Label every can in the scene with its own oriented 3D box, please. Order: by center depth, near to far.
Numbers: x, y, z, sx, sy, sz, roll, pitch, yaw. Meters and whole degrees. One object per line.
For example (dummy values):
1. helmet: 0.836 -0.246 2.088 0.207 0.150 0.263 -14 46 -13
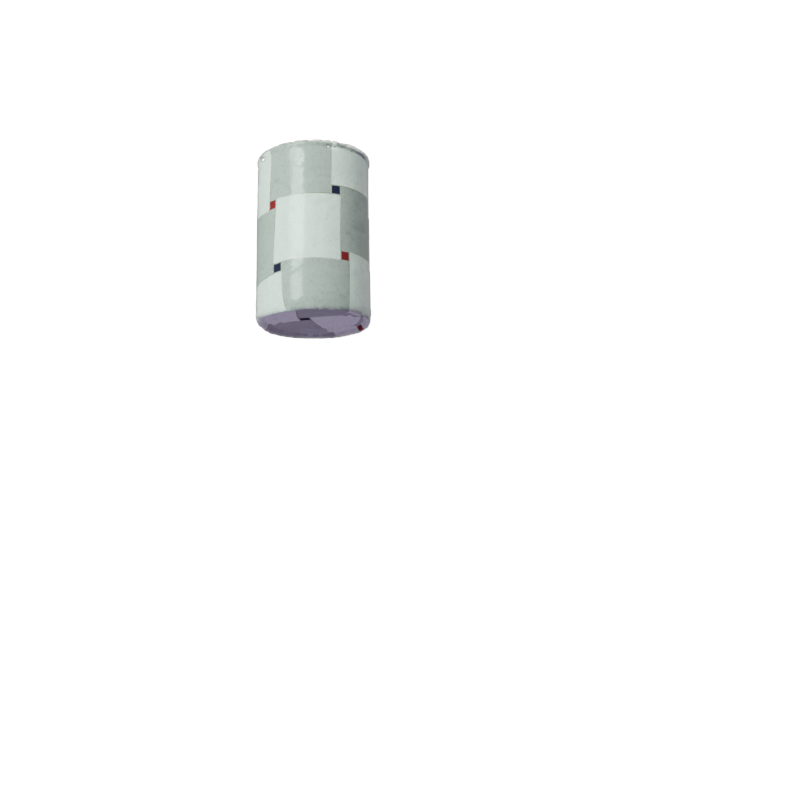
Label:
1. can: -0.051 -0.094 0.655 0.068 0.107 0.066 0 -17 -2
